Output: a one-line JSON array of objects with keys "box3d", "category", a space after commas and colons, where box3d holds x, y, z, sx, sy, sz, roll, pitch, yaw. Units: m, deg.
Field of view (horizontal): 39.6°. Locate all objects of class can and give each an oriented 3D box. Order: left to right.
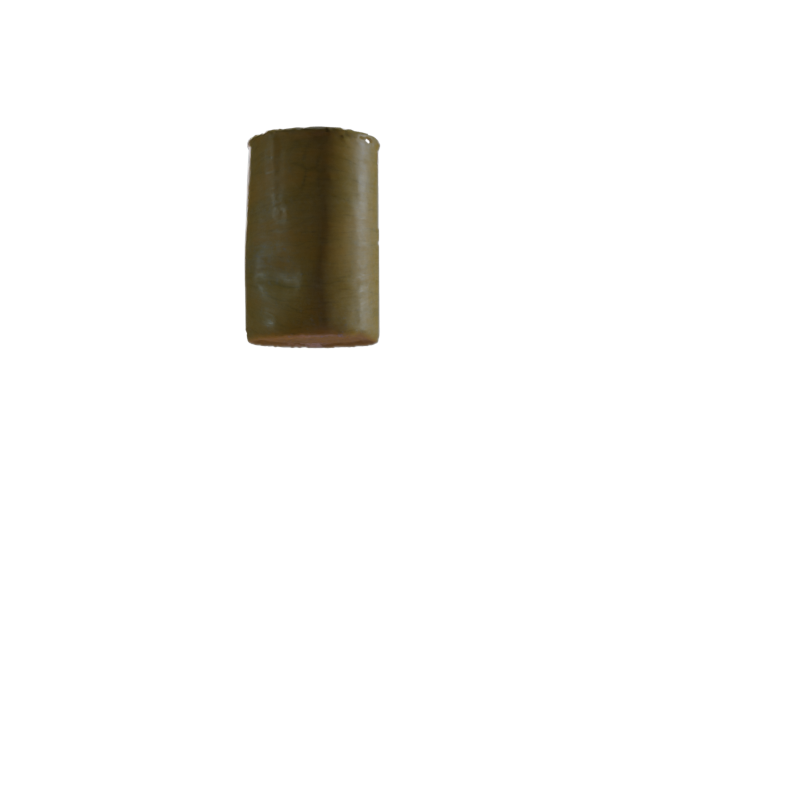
[{"box3d": [-0.044, -0.080, 0.557, 0.068, 0.105, 0.067, 0, -8, -2], "category": "can"}]
